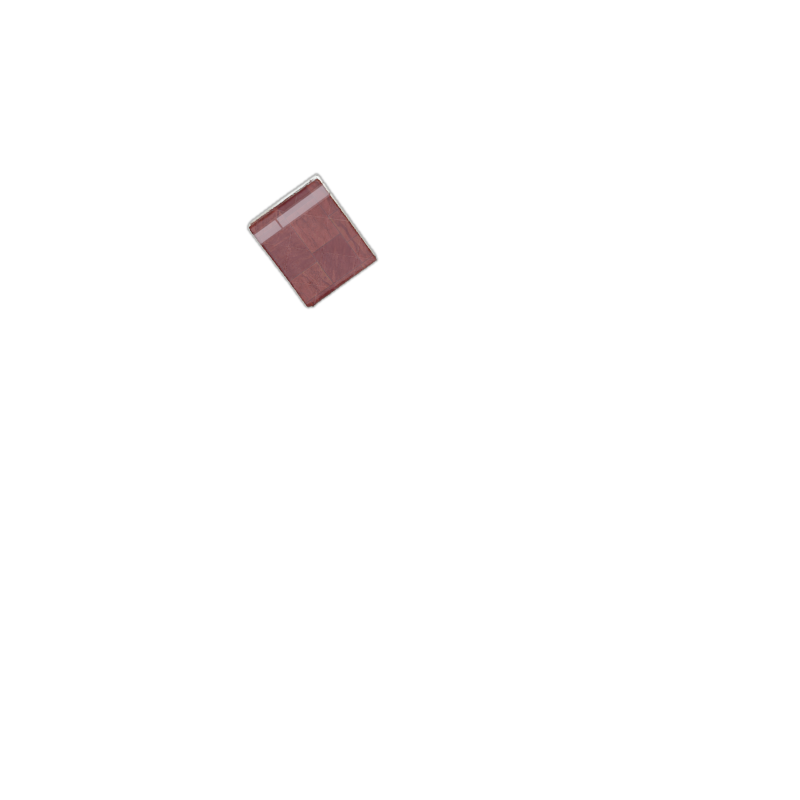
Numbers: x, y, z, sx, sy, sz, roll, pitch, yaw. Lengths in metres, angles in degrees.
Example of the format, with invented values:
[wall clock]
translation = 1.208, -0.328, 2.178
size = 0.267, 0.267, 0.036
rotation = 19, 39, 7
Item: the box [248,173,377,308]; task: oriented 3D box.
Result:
[box]
translation = -0.073, -0.134, 0.936
size = 0.073, 0.087, 0.031
rotation = -36, 9, 6
